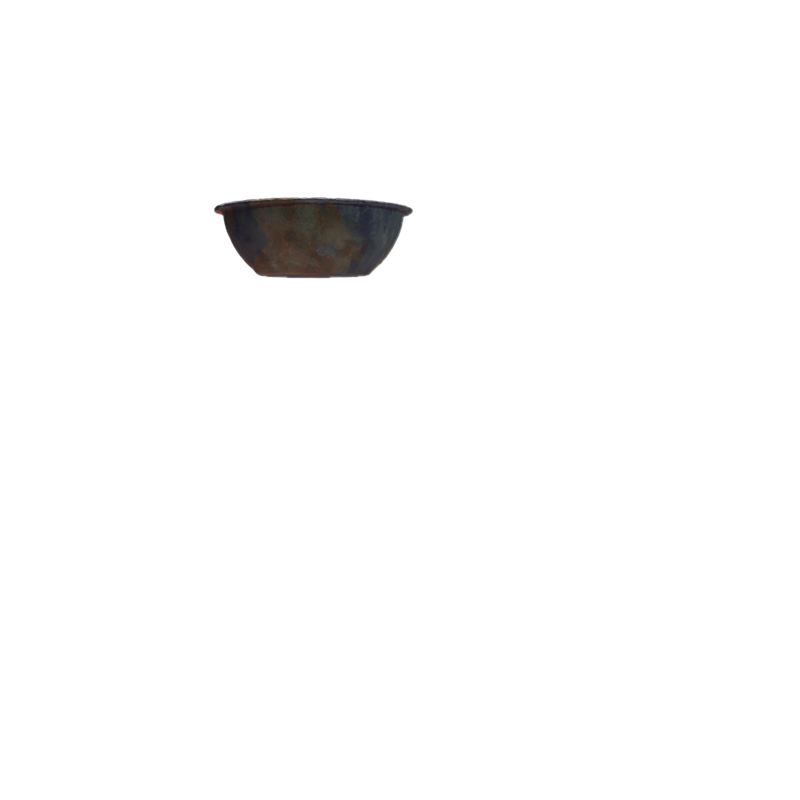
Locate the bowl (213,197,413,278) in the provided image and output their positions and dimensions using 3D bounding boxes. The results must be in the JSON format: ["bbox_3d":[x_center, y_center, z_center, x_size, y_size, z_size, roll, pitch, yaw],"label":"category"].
[{"bbox_3d":[-0.070,-0.128,0.896,0.162,0.055,0.162,0,3,-2],"label":"bowl"}]
